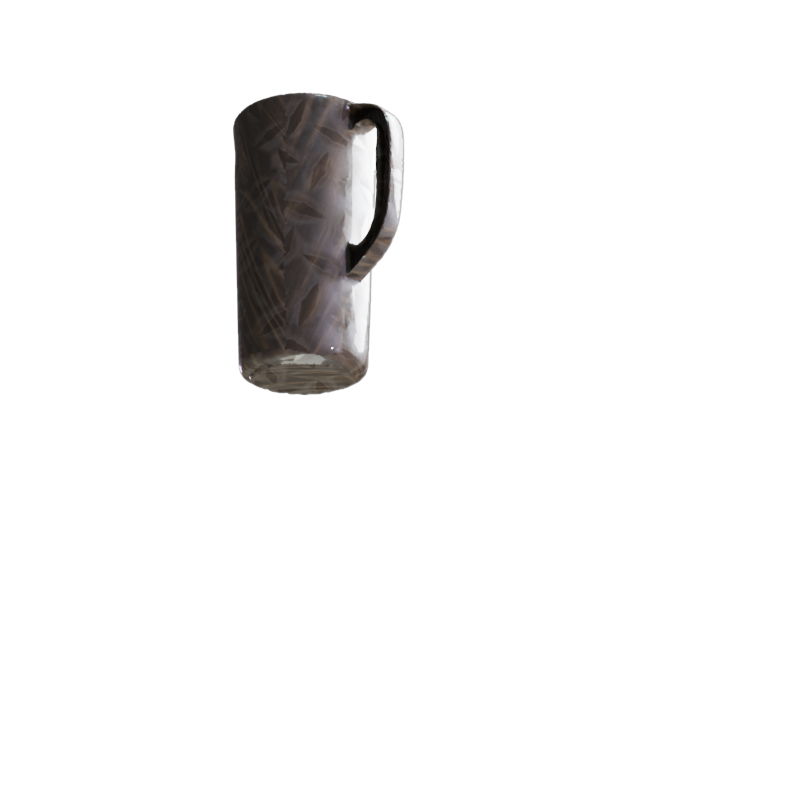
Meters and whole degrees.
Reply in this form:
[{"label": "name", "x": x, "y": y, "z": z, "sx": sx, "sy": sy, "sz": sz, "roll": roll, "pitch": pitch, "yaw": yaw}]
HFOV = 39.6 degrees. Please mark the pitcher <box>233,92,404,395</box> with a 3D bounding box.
[{"label": "pitcher", "x": -0.075, "y": -0.137, "z": 0.956, "sx": 0.144, "sy": 0.256, "sz": 0.143, "roll": 1, "pitch": -21, "yaw": -6}]
